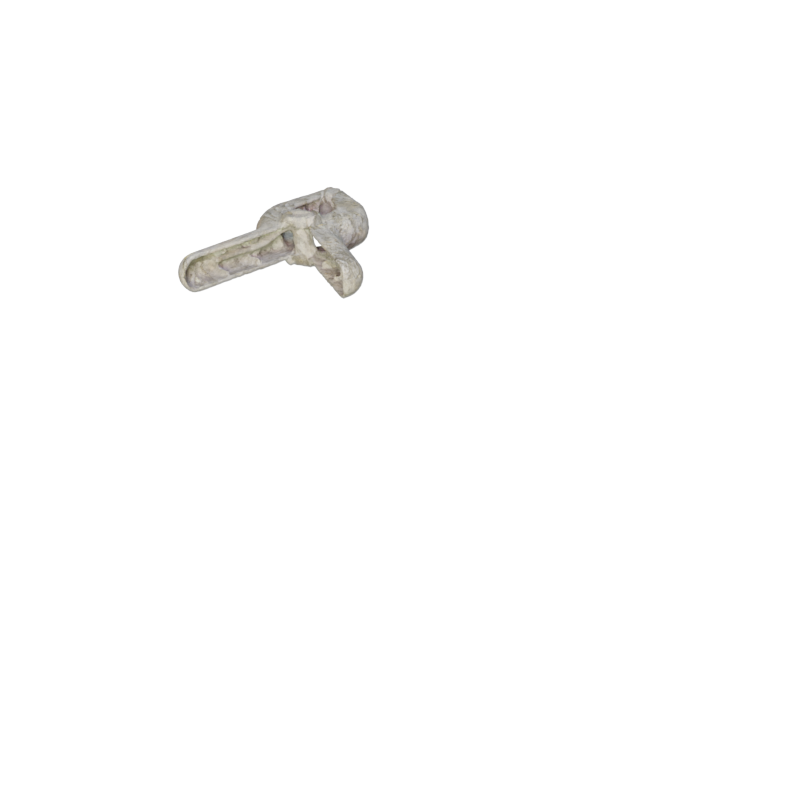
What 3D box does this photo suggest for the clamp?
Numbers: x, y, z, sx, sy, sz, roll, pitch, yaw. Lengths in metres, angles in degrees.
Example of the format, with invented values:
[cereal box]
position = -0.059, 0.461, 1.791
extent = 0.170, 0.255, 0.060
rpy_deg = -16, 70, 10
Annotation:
[clamp]
position = -0.059, -0.107, 0.753
extent = 0.124, 0.037, 0.175
rpy_deg = 12, 31, 20
